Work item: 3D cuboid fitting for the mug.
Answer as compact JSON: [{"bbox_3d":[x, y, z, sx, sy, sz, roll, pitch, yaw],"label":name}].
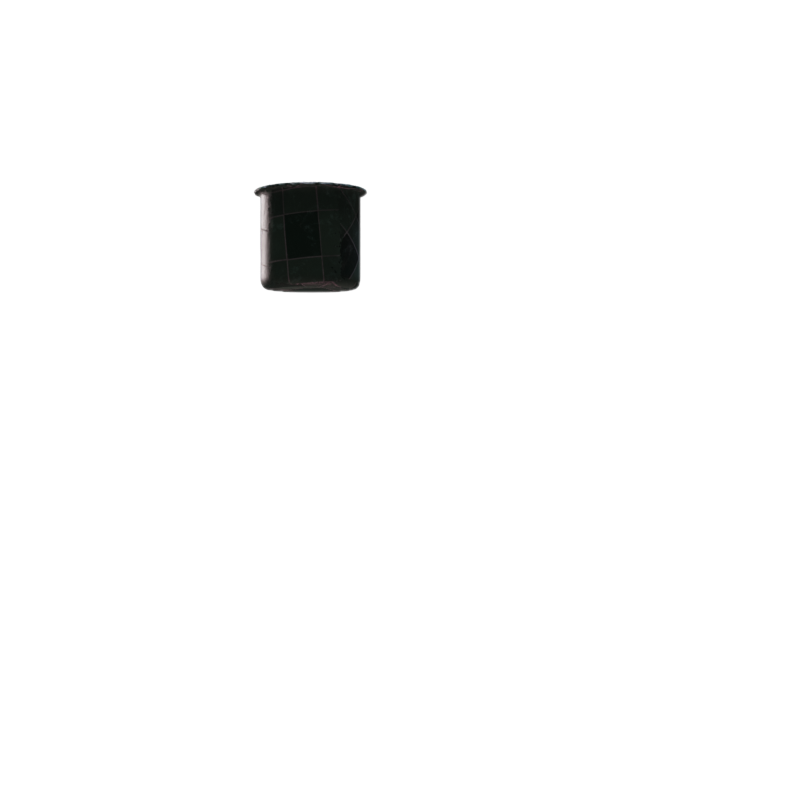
[{"bbox_3d":[-0.072,-0.131,0.919,0.094,0.082,0.115,0,-1,8],"label":"mug"}]
